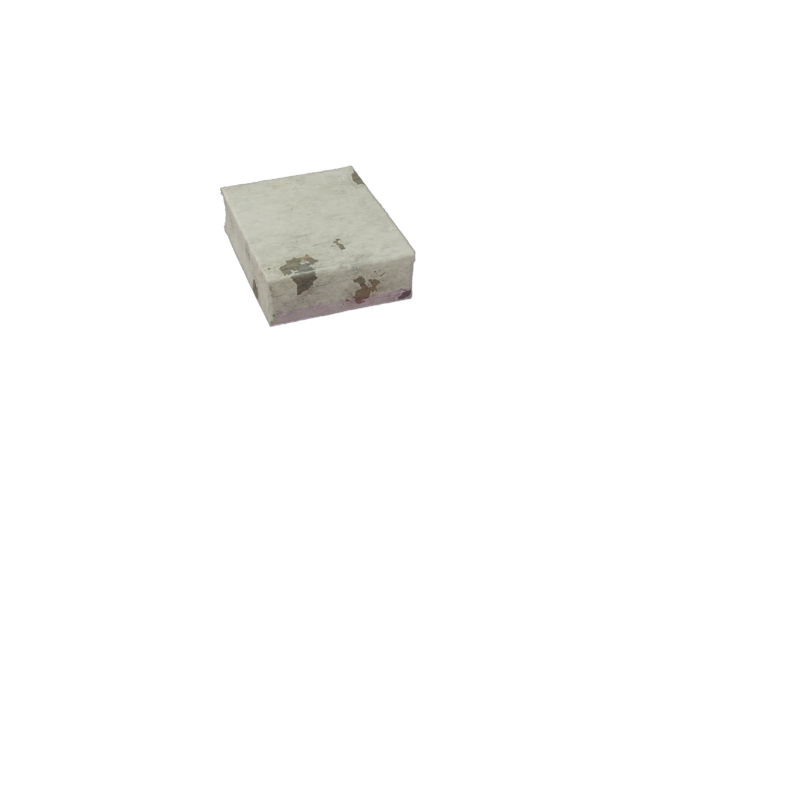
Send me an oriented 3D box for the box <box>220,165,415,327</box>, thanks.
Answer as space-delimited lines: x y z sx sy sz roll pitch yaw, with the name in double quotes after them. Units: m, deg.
-0.053 -0.097 0.676 0.089 0.036 0.123 -12 38 -17 "box"
